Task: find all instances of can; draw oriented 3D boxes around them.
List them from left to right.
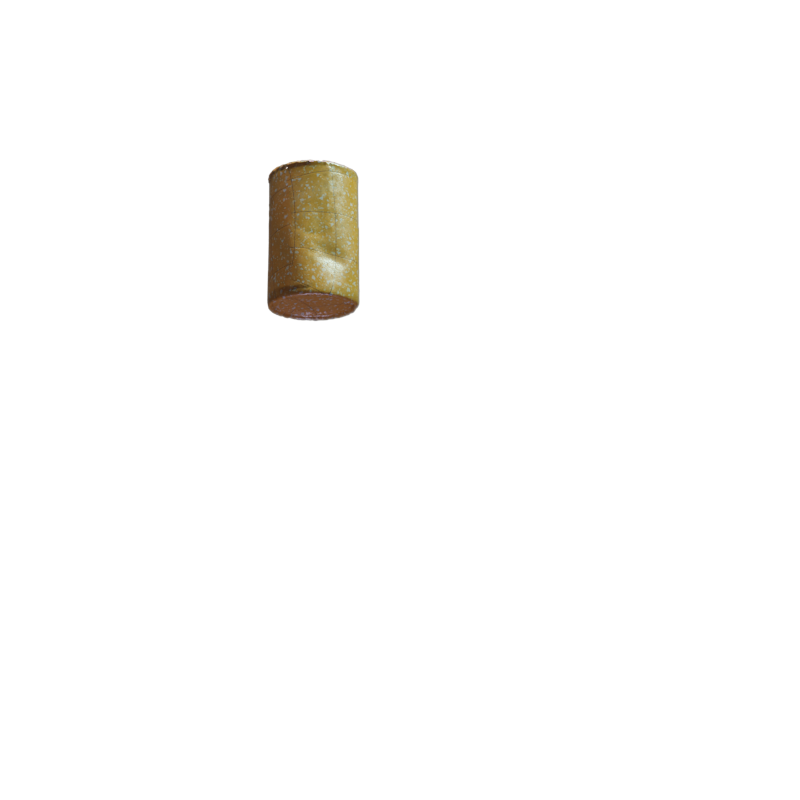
[{"bbox_3d":[-0.064,-0.116,0.813,0.068,0.107,0.066,0,-18,-2],"label":"can"}]
